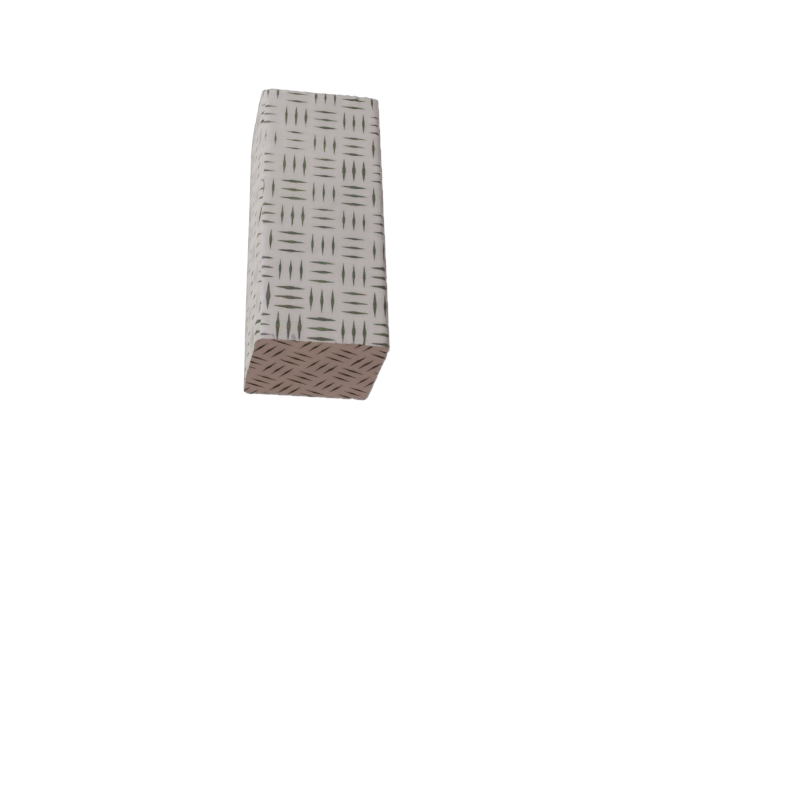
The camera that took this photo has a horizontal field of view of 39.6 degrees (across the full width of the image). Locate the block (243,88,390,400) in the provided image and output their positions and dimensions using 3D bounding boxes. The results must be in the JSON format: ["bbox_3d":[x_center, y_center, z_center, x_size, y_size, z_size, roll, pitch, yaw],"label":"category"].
[{"bbox_3d":[-0.063,-0.115,0.804,0.089,0.219,0.086,4,-30,-10],"label":"block"}]
